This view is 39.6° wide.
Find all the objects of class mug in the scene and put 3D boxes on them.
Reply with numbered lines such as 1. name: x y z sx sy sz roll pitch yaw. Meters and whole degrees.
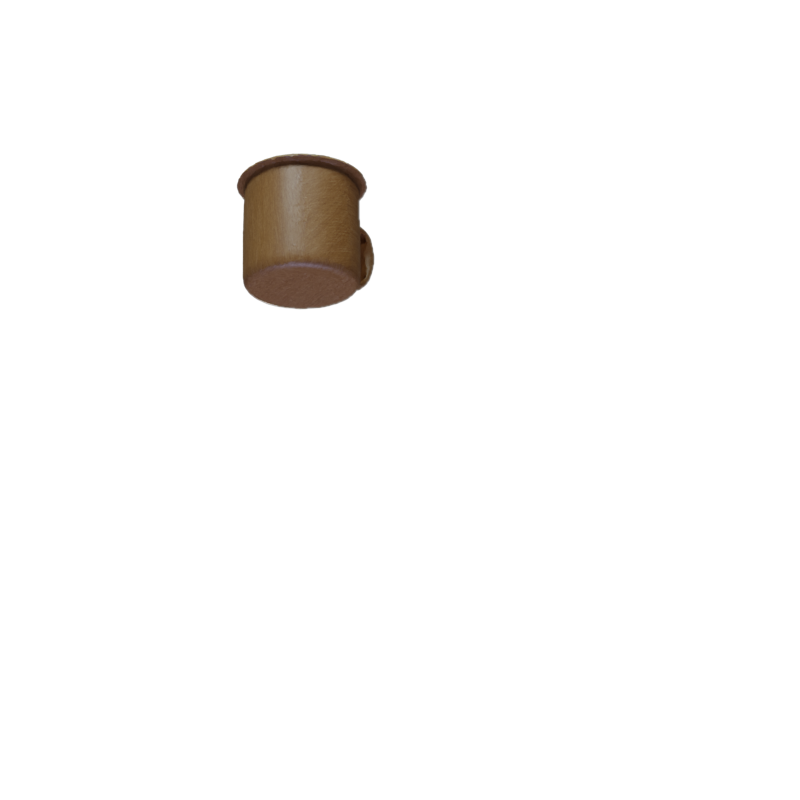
1. mug: -0.062 -0.112 0.787 0.094 0.086 0.110 -18 -27 37
